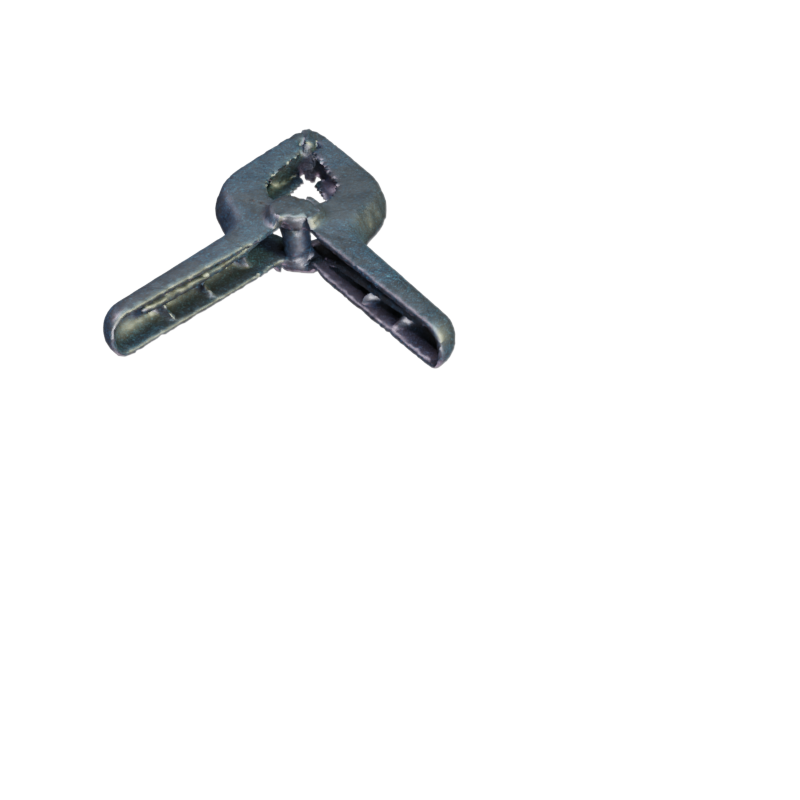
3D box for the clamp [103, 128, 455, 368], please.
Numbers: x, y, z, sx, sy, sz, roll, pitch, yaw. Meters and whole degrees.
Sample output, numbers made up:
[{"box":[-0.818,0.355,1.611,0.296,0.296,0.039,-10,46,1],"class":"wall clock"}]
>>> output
[{"box":[-0.046,-0.084,0.588,0.167,0.034,0.221,6,38,7],"class":"clamp"}]
